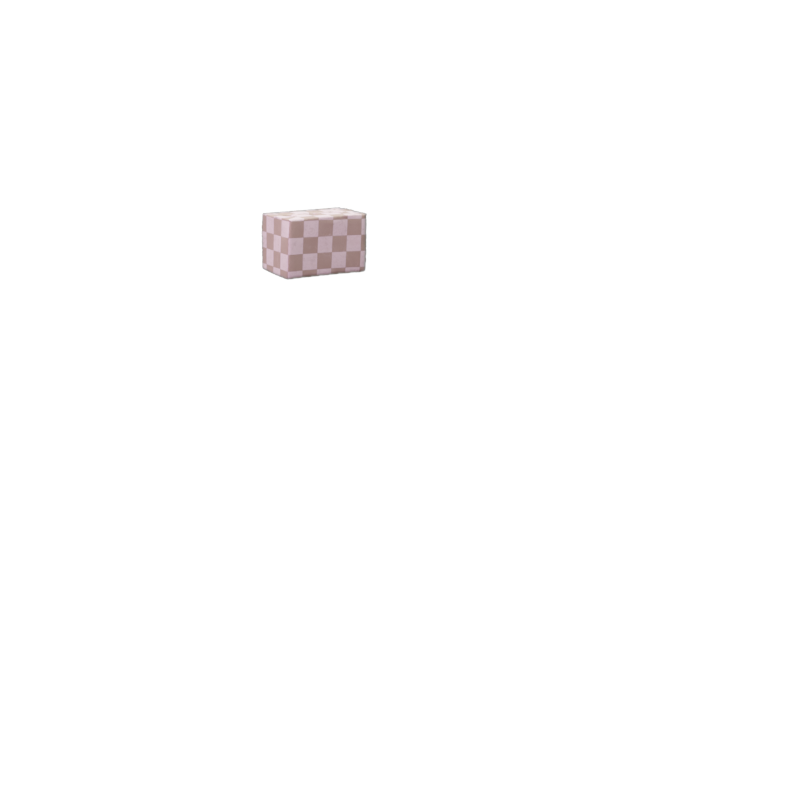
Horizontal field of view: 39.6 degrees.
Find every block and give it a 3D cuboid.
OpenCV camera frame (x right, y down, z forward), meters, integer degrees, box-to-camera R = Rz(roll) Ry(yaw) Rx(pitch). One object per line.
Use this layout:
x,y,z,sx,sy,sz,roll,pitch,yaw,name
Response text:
-0.075,-0.137,0.958,0.076,0.050,0.056,-9,17,-30,block
